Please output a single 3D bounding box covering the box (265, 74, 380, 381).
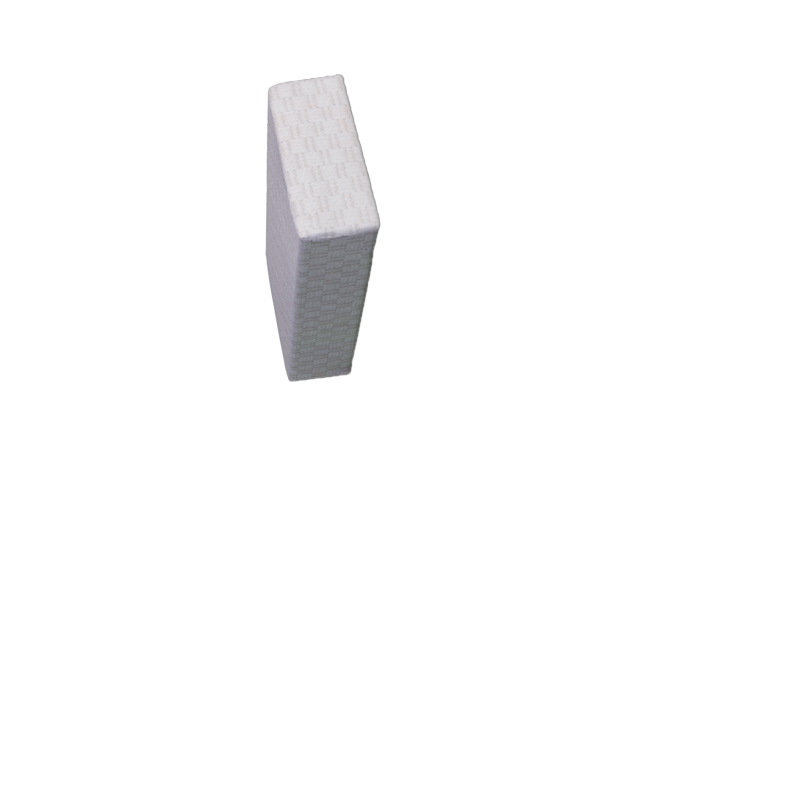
[{"bbox_3d":[-0.048,-0.086,0.604,0.048,0.099,0.167,-9,-23,-8],"label":"box"}]
